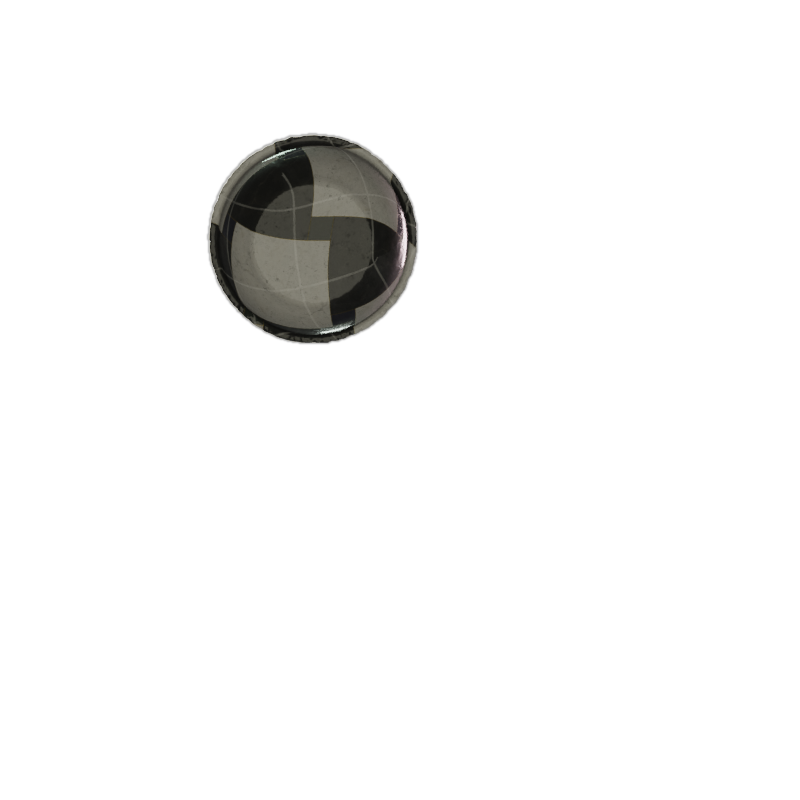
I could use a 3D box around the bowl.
[{"bbox_3d":[-0.065,-0.119,0.830,0.162,0.161,0.056,0,4,0],"label":"bowl"}]
